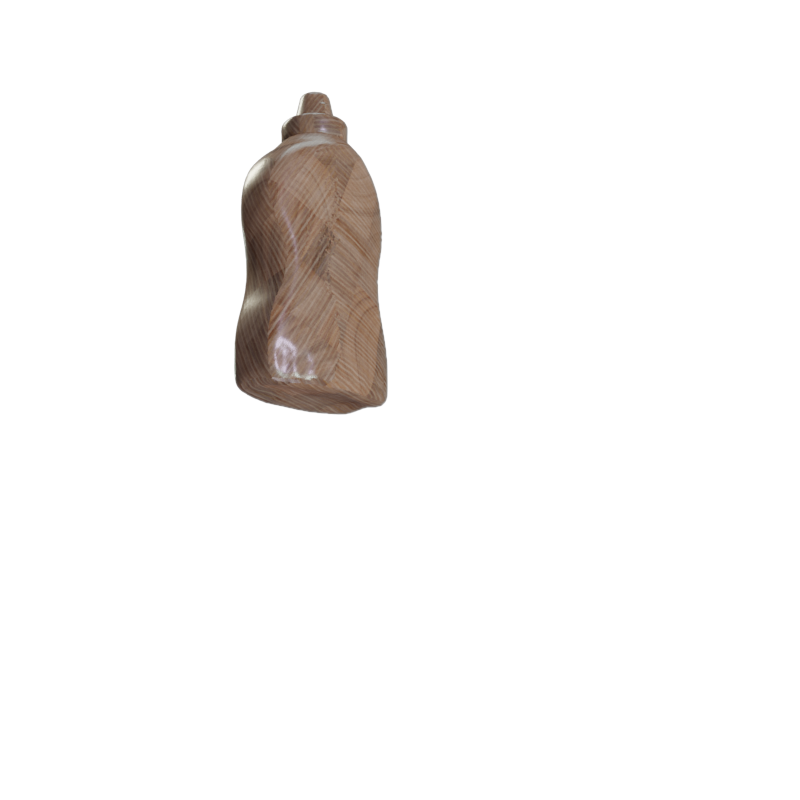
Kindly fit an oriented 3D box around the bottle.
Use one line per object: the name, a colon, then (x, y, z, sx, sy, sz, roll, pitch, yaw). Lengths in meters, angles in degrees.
bottle: (-0.051, -0.094, 0.654, 0.091, 0.201, 0.059, 17, -27, -41)
